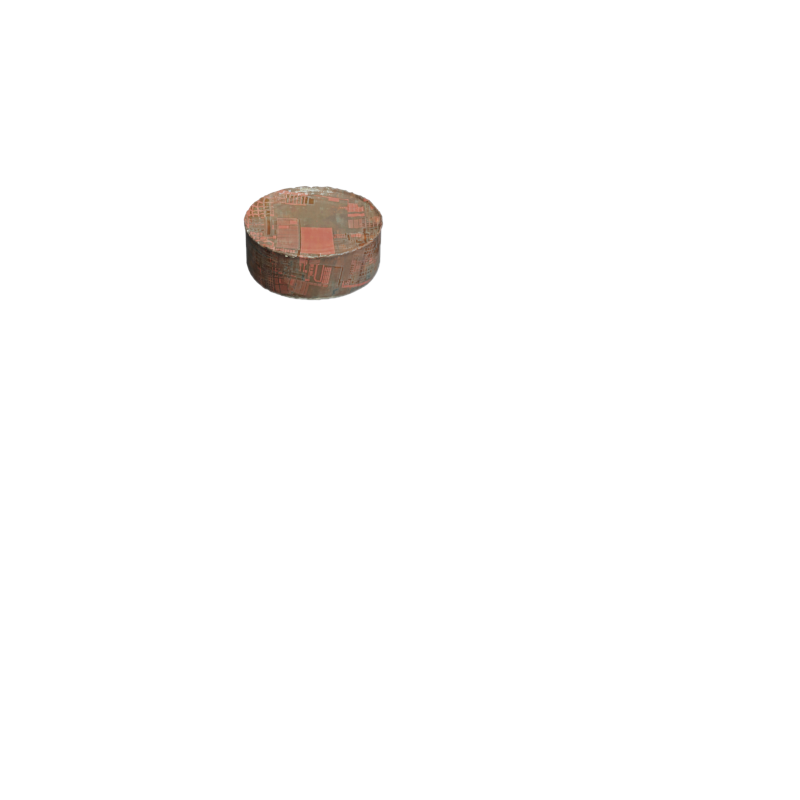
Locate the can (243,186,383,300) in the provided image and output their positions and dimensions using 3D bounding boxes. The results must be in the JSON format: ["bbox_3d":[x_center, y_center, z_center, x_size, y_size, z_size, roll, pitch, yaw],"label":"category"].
[{"bbox_3d":[-0.054,-0.099,0.691,0.086,0.031,0.092,-1,37,-2],"label":"can"}]
